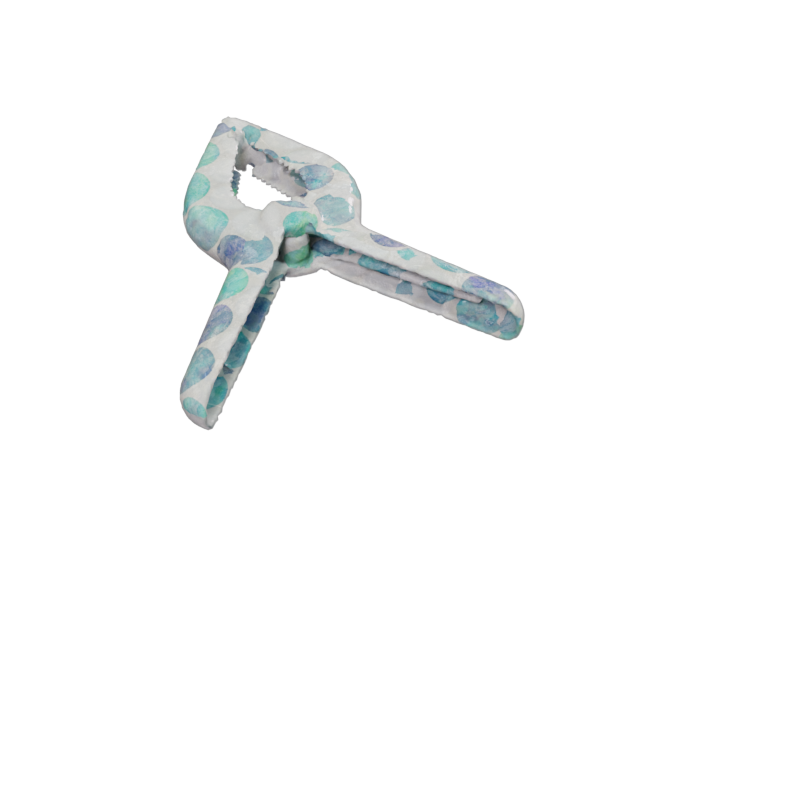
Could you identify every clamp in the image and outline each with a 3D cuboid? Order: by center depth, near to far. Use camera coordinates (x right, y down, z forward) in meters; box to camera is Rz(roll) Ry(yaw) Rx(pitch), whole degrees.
[{"bbox_3d":[-0.044,-0.081,0.564,0.163,0.034,0.227,-11,45,-11],"label":"clamp"}]
